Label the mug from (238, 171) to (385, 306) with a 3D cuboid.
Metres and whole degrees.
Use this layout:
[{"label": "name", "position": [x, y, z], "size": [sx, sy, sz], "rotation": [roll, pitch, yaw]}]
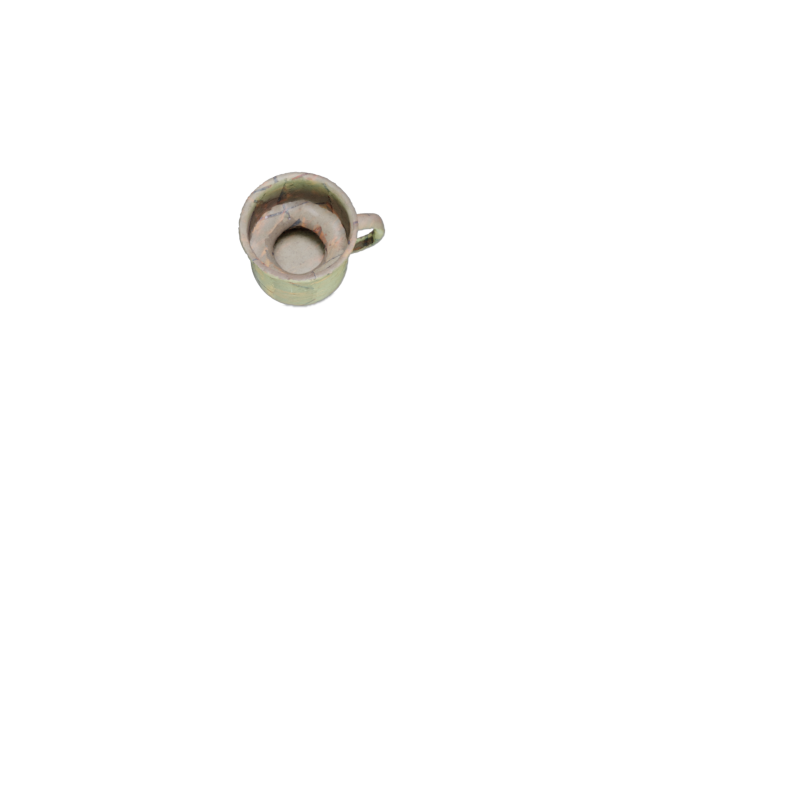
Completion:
[{"label": "mug", "position": [-0.070, -0.128, 0.896], "size": [0.116, 0.098, 0.078], "rotation": [-14, -18, -6]}]
